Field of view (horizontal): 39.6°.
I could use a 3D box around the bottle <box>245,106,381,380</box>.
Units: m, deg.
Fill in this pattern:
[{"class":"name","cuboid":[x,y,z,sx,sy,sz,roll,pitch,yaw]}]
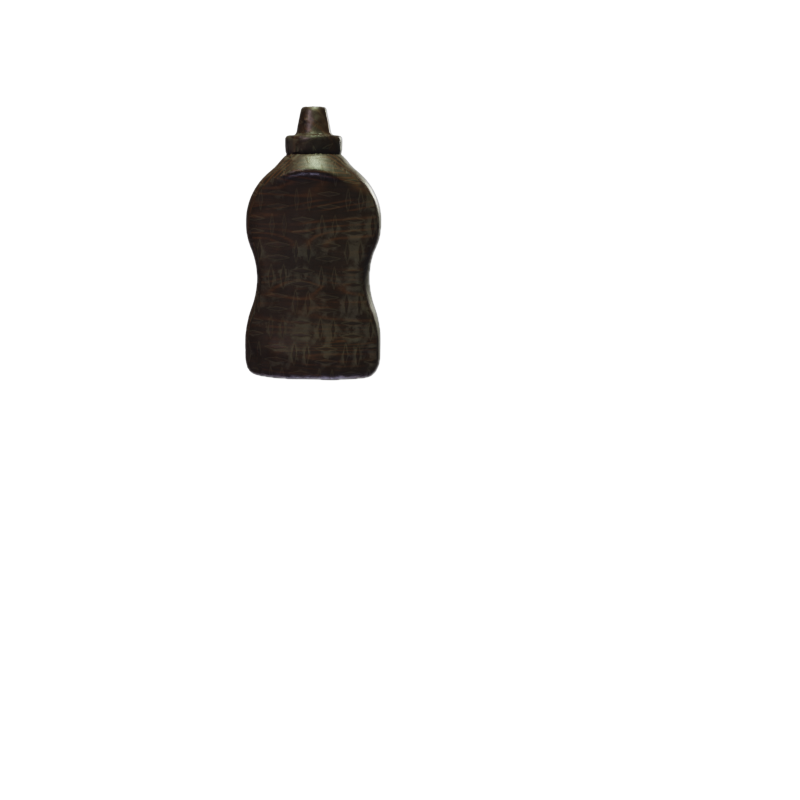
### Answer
[{"class":"bottle","cuboid":[-0.062,-0.113,0.794,0.097,0.190,0.058,1,5,8]}]
